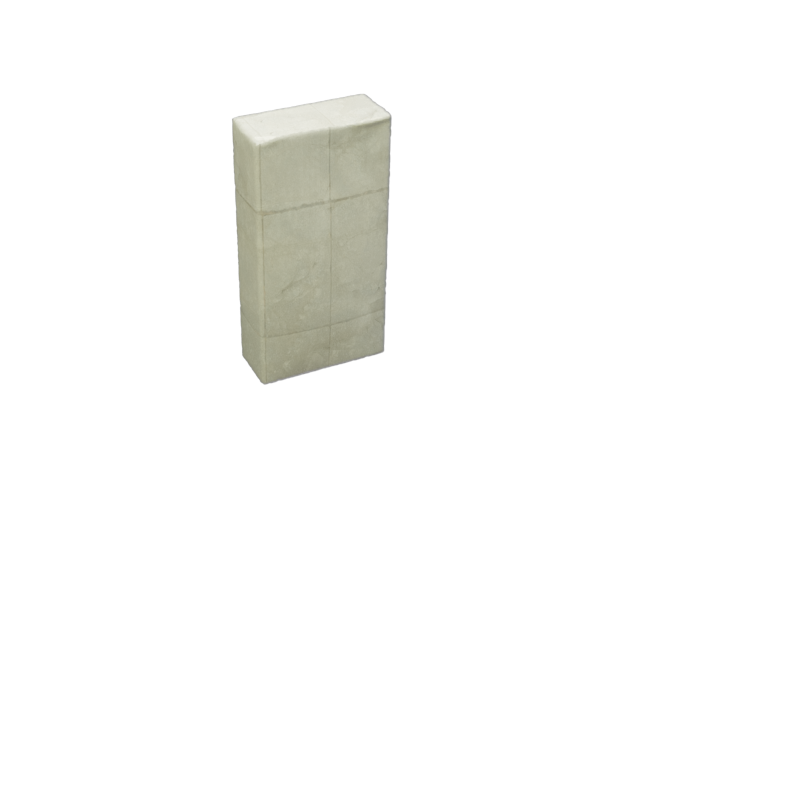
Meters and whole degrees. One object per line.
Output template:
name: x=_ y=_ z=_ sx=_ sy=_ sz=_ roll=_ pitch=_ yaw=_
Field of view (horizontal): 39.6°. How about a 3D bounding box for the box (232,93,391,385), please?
box: x=-0.056 y=-0.101 z=0.710 sx=0.092 sy=0.165 sz=0.052 roll=-15 pitch=38 yaw=-23
